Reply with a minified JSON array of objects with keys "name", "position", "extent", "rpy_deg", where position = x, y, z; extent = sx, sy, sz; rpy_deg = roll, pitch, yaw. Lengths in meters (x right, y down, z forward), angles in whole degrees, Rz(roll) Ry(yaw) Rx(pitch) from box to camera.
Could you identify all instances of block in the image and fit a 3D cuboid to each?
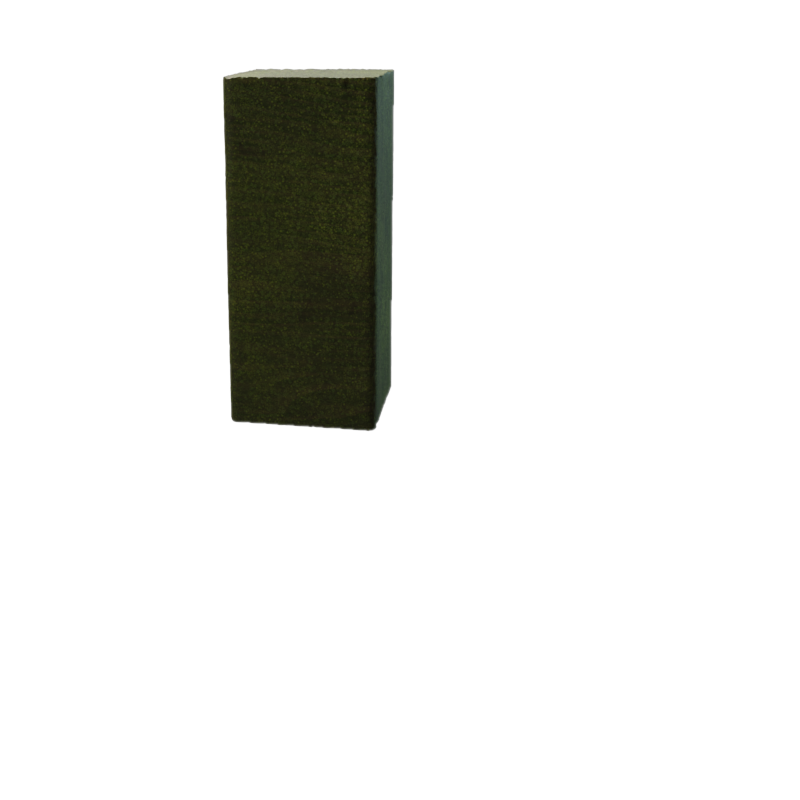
[{"name":"block","position":[-0.053,-0.097,0.678],"extent":[0.092,0.200,0.092],"rpy_deg":[3,13,8]}]
